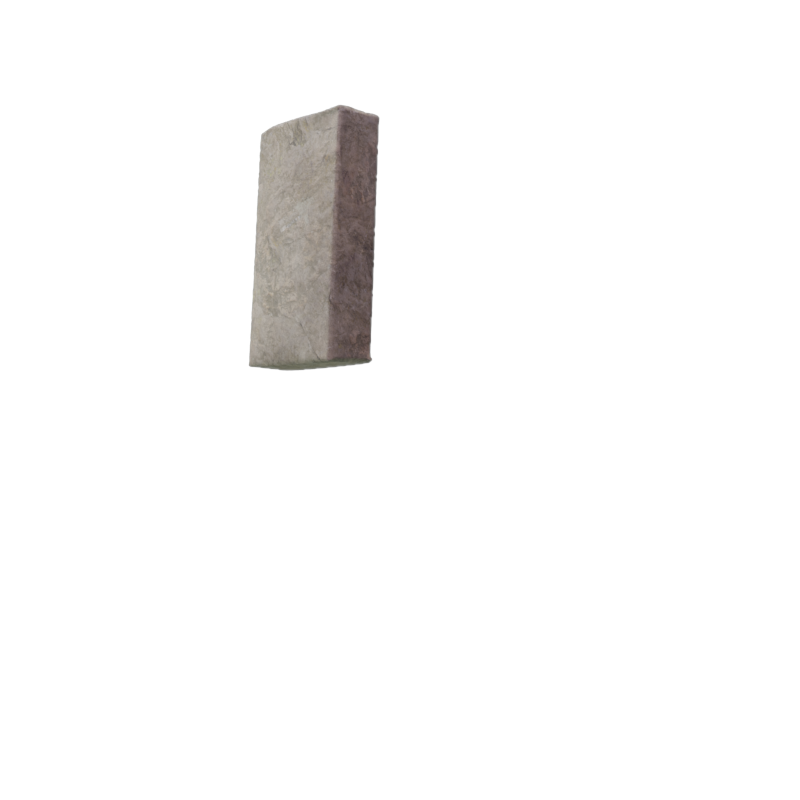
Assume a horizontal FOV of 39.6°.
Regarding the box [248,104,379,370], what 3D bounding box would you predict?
[{"bbox_3d":[-0.062,-0.112,0.781,0.046,0.180,0.096,8,-12,-42],"label":"box"}]
